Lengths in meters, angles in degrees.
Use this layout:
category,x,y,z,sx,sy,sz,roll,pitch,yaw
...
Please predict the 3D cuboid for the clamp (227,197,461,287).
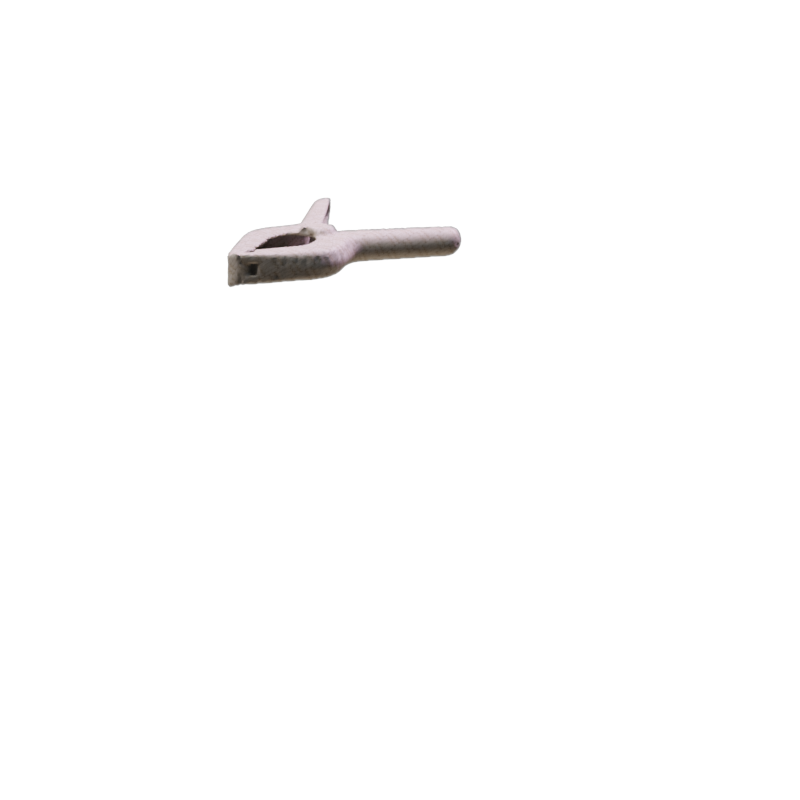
category,x,y,z,sx,sy,sz,roll,pitch,yaw
clamp,-0.075,-0.136,0.955,0.206,0.035,0.175,-20,30,-39
